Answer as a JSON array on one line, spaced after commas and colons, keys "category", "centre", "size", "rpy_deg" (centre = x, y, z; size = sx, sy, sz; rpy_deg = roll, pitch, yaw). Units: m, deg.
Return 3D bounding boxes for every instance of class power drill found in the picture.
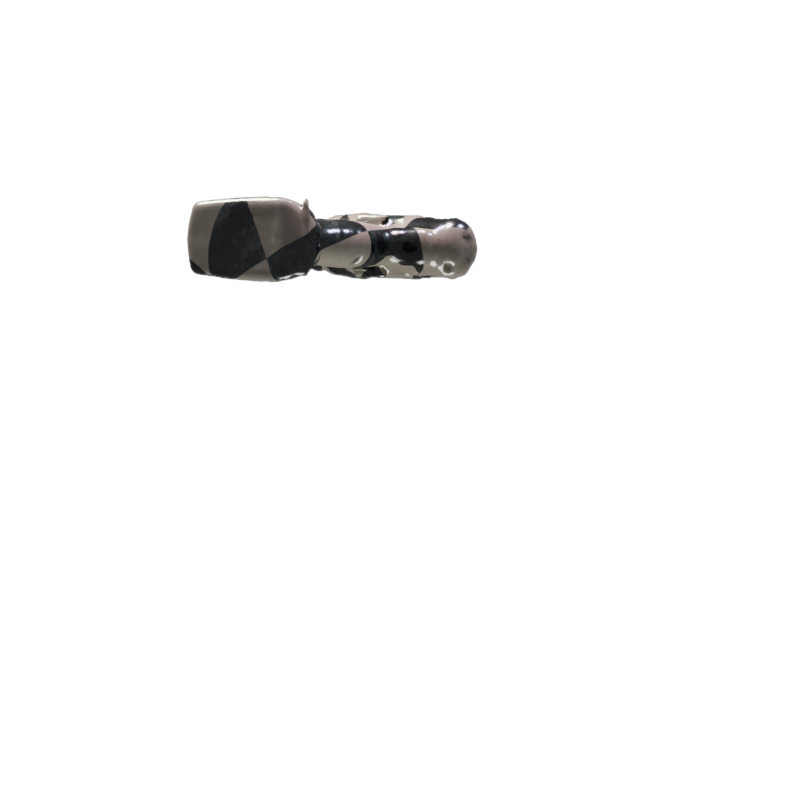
[{"category": "power drill", "centre": [-0.065, -0.118, 0.825], "size": [0.192, 0.057, 0.181], "rpy_deg": [5, 8, 40]}]
